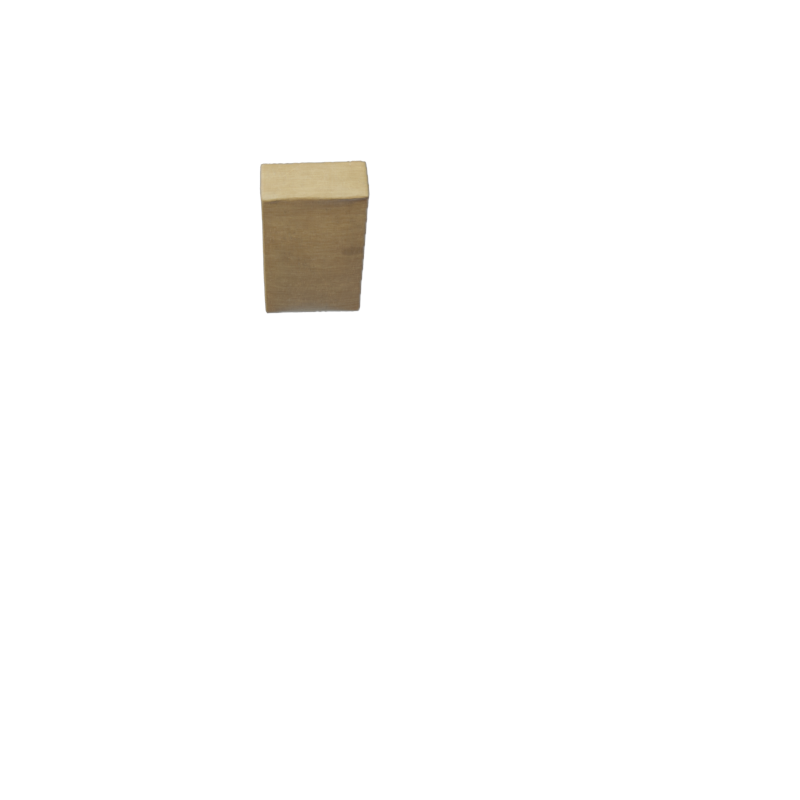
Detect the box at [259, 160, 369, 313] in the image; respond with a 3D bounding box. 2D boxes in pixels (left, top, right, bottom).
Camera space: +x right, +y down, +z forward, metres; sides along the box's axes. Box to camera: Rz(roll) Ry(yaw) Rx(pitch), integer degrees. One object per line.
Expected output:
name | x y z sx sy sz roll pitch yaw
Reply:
box | -0.078 -0.142 0.996 0.093 0.051 0.166 -1 -28 -4
